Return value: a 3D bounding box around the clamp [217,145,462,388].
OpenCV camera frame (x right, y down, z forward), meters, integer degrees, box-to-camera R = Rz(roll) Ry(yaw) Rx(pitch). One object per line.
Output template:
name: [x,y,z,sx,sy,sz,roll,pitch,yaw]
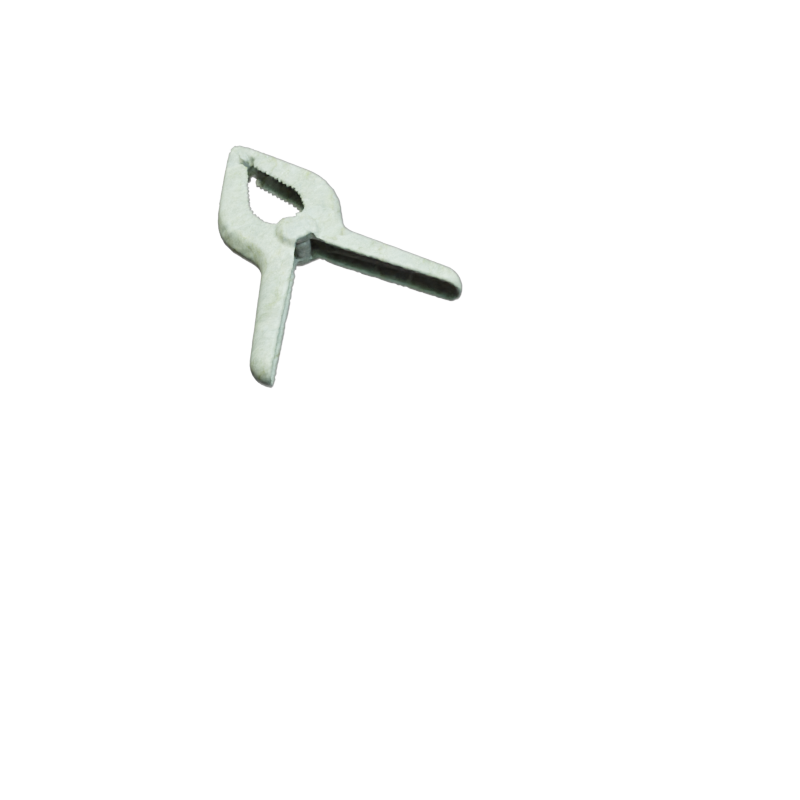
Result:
clamp: [-0.064,-0.117,0.820,0.163,0.227,0.034,-19,-35,-14]
